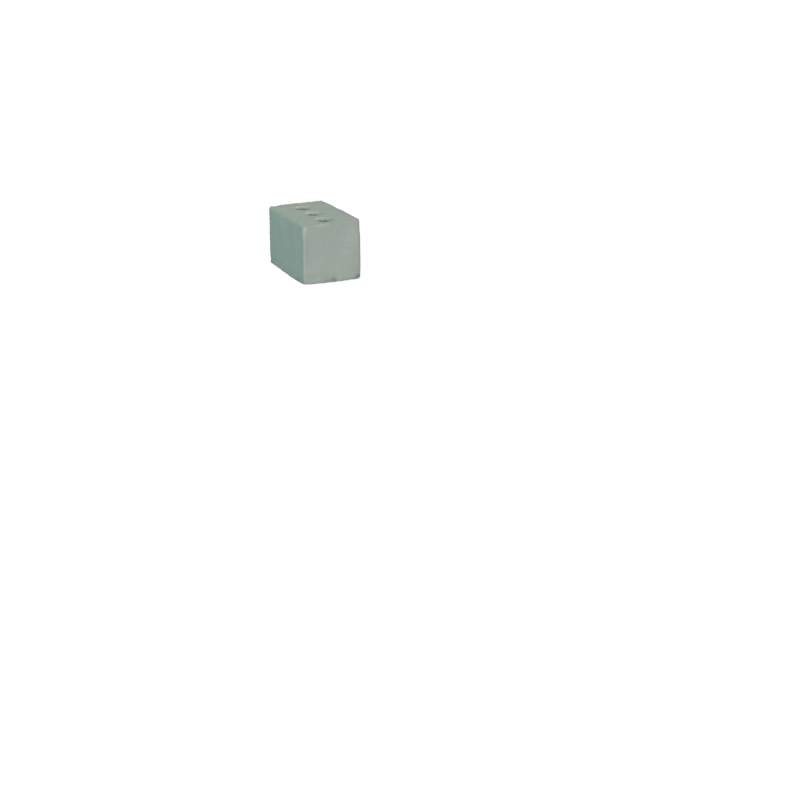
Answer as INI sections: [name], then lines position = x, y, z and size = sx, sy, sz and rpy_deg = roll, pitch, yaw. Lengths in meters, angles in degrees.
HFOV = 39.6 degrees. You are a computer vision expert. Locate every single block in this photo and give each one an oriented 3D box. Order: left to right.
[block]
position = -0.074, -0.134, 0.940
size = 0.052, 0.049, 0.083
rpy_deg = -9, 23, -26
